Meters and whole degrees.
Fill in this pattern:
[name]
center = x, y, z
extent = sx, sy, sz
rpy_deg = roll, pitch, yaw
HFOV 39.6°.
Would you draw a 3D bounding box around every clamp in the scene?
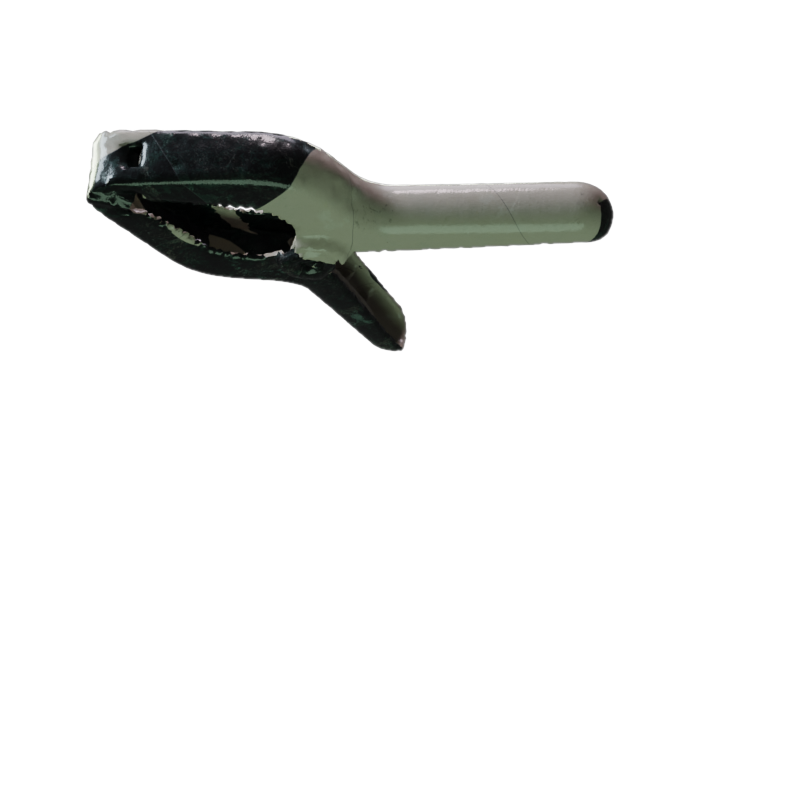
[clamp]
center = -0.038, -0.070, 0.490
extent = 0.203, 0.038, 0.161
rpy_deg = 10, -24, -23
